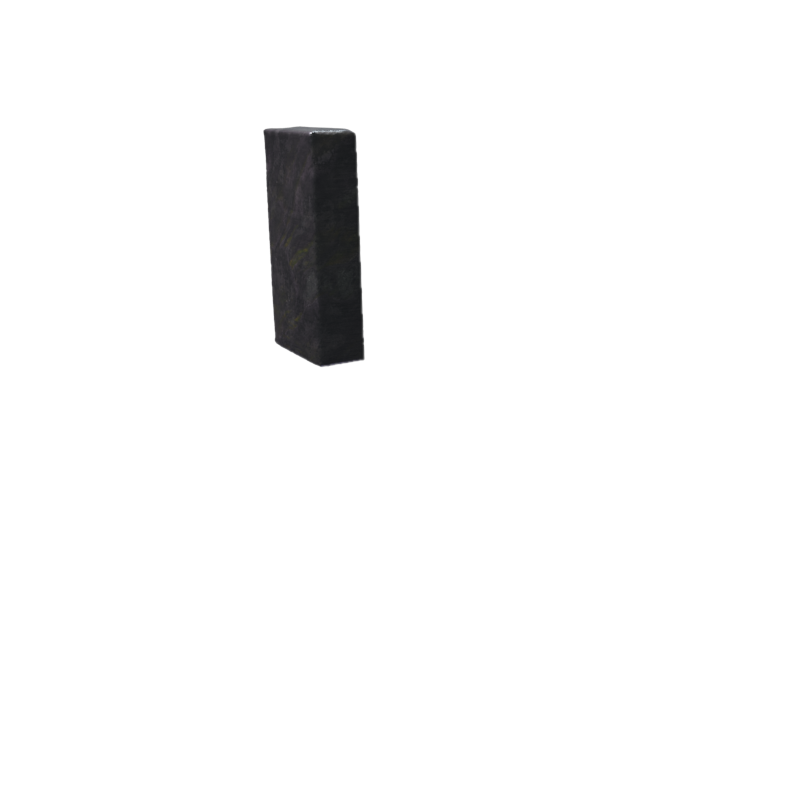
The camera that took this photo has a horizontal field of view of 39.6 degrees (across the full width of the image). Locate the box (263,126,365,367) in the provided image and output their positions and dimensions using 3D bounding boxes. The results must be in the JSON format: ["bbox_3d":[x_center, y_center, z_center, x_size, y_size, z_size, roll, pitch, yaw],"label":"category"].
[{"bbox_3d":[-0.067,-0.123,0.860,0.047,0.173,0.098,-4,11,-28],"label":"box"}]
